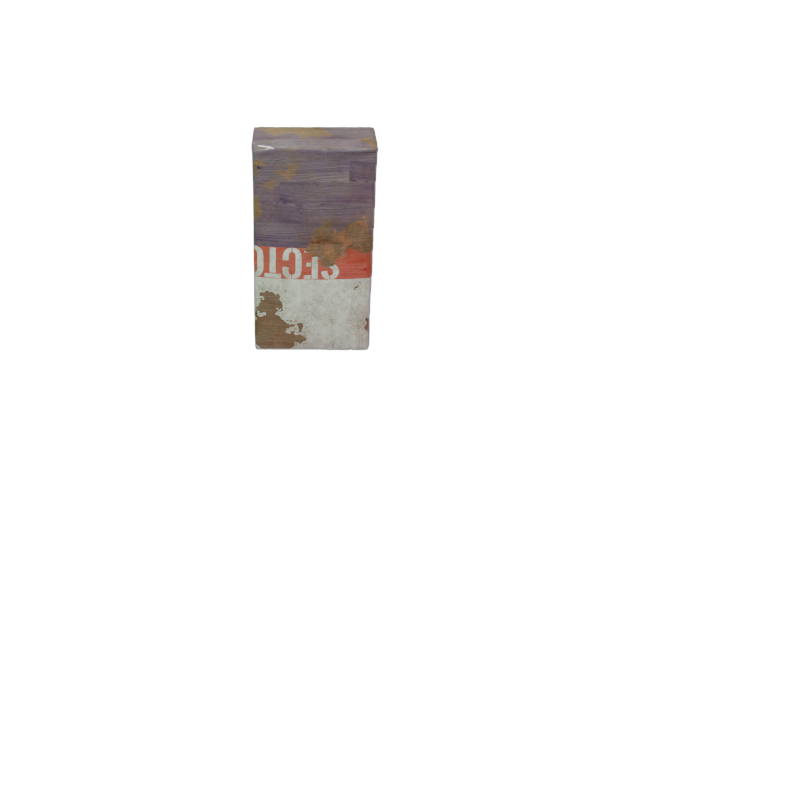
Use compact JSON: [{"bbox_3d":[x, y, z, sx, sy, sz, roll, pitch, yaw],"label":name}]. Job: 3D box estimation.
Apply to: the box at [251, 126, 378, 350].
[{"bbox_3d":[-0.067,-0.121,0.850,0.093,0.165,0.051,0,34,-3],"label":"box"}]
